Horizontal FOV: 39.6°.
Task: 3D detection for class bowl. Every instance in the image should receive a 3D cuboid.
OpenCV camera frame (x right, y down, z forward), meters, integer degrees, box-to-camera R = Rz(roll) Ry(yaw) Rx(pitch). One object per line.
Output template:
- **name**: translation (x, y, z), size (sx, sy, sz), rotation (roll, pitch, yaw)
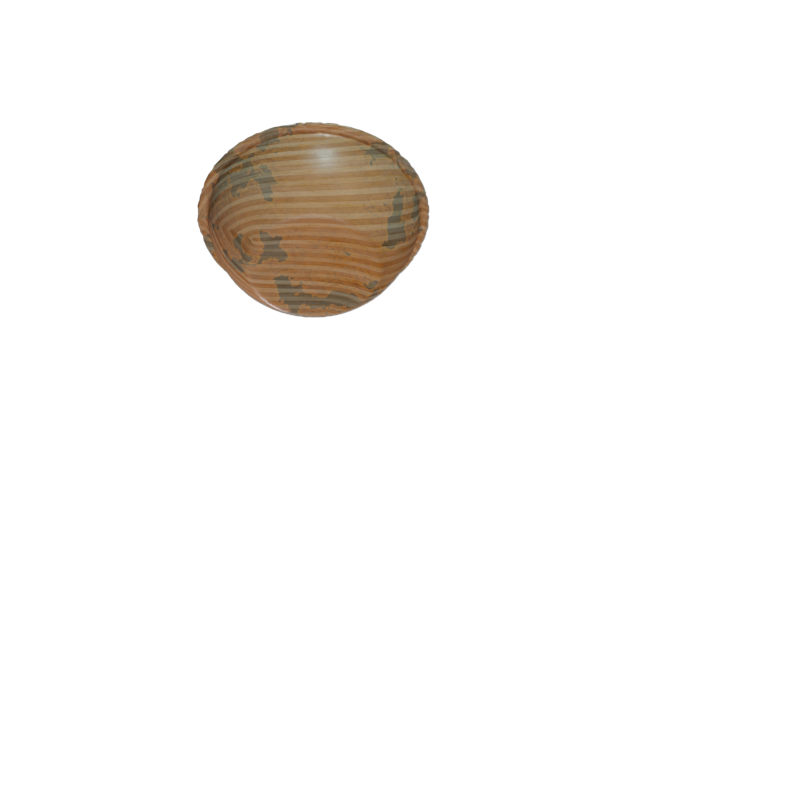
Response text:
- **bowl**: translation (-0.059, -0.108, 0.754), size (0.162, 0.151, 0.059), rotation (1, 43, -1)
